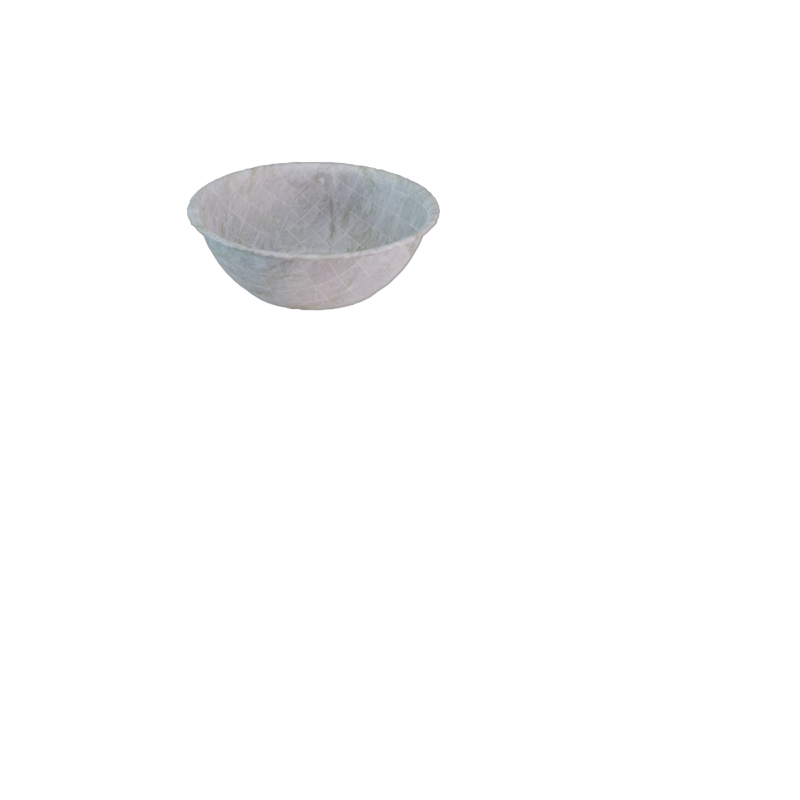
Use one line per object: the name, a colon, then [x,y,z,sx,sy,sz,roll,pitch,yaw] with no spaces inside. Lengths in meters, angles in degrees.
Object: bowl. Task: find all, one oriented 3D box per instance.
bowl: [-0.056,-0.103,0.720,0.162,0.052,0.172,-1,30,-2]
